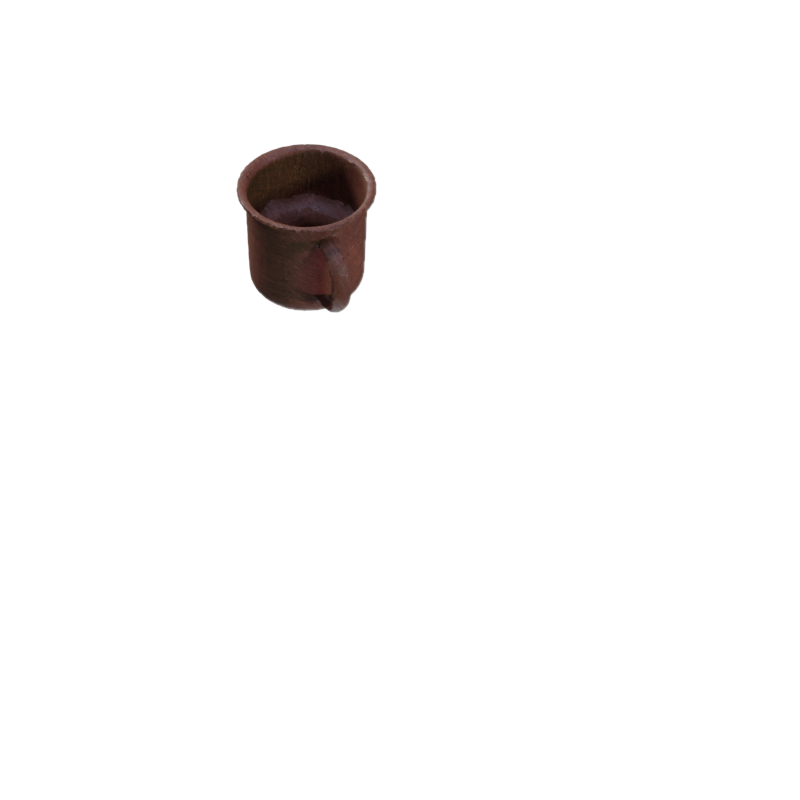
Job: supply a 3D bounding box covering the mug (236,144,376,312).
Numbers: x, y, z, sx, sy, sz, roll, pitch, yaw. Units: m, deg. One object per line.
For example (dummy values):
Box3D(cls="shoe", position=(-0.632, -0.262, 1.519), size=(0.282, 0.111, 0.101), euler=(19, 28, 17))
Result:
Box3D(cls="mug", position=(-0.059, -0.107, 0.753), size=(0.092, 0.076, 0.127), euler=(-17, 48, -17))
